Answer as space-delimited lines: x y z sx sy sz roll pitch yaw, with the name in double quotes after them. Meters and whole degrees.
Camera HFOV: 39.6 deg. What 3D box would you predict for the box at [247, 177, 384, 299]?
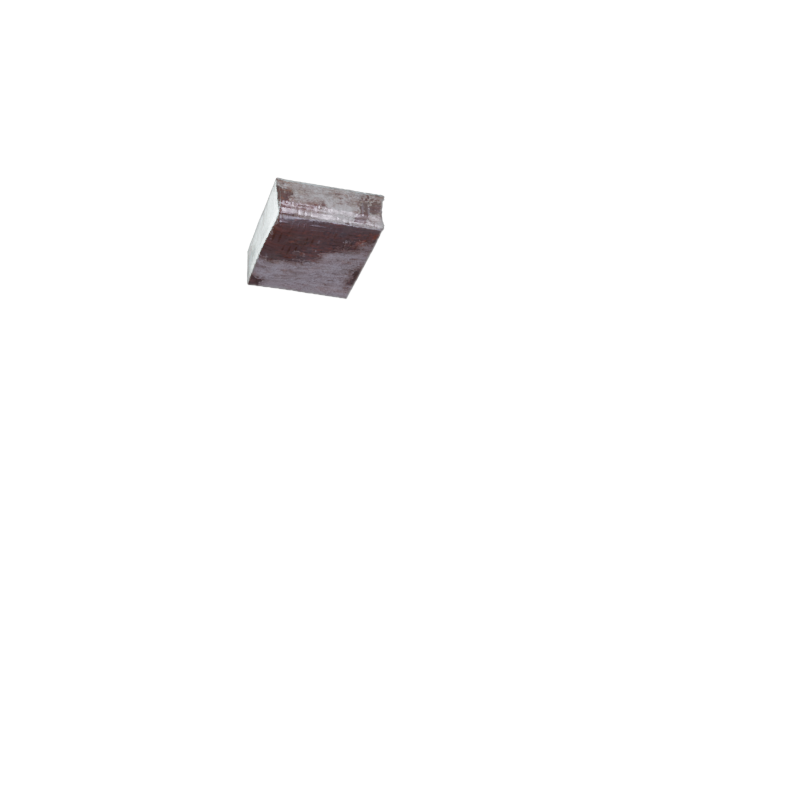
-0.071 -0.130 0.907 0.088 0.041 0.109 8 -28 -16 "box"
